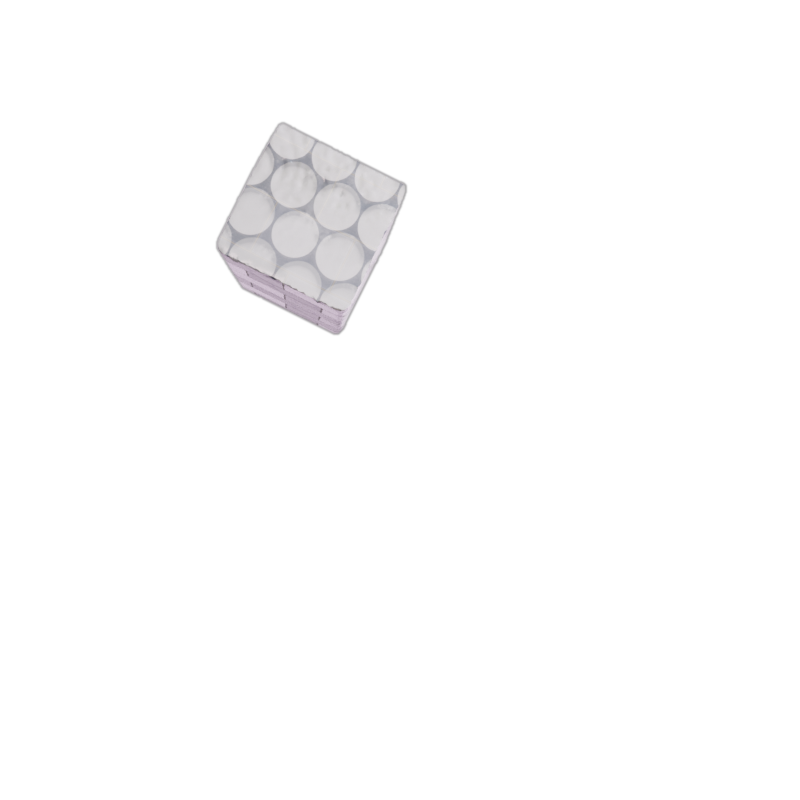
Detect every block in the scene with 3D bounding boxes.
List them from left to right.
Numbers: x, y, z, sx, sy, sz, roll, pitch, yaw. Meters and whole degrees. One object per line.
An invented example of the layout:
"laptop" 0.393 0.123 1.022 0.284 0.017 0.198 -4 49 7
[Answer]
"block" -0.061 -0.109 0.769 0.091 0.091 0.204 27 -3 -2
